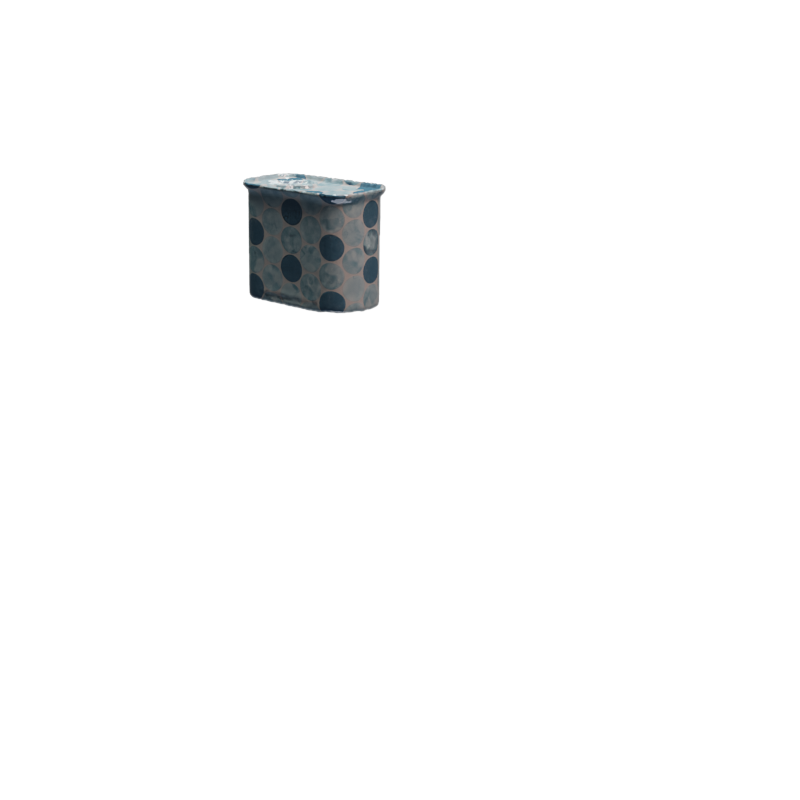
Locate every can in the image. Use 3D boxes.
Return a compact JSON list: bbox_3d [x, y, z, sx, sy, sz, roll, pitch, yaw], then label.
[{"bbox_3d":[-0.061,-0.111,0.777,0.107,0.081,0.056,14,20,37],"label":"can"}]
